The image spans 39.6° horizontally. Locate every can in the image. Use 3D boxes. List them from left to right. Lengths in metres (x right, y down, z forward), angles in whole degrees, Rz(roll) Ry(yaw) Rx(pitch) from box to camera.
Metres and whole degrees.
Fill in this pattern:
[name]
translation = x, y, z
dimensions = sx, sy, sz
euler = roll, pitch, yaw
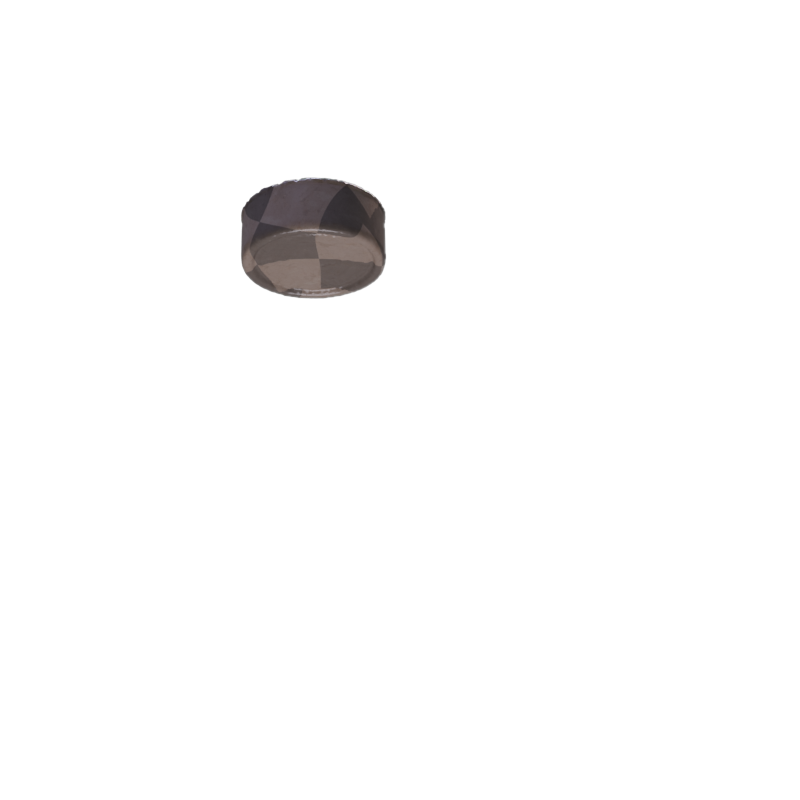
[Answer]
[can]
translation = -0.051, -0.093, 0.649
dimensions = 0.086, 0.036, 0.081
euler = 1, -25, -2
